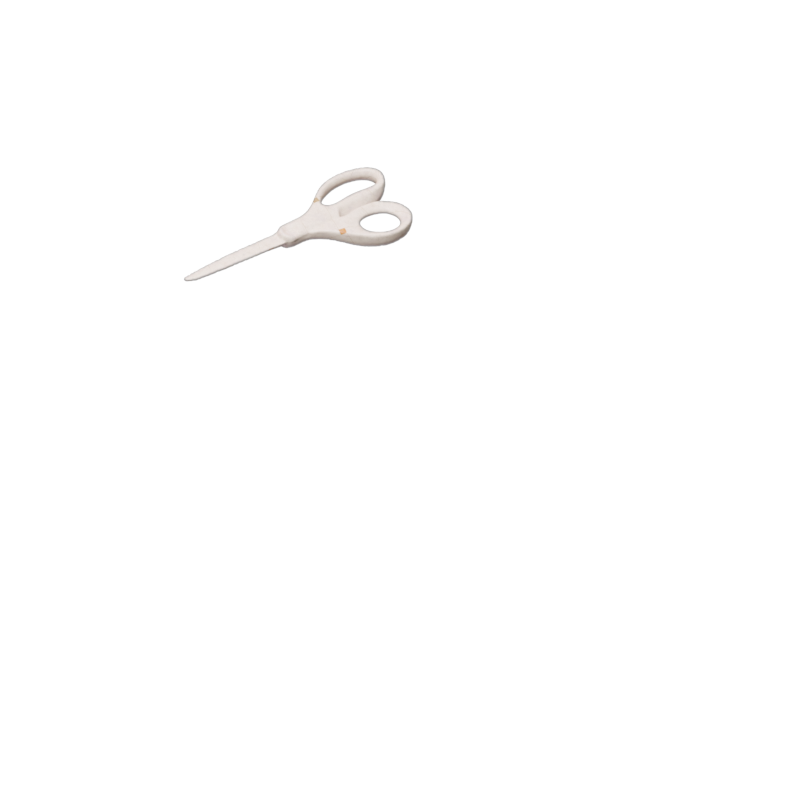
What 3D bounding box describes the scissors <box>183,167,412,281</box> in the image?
[{"bbox_3d":[-0.071,-0.129,0.904,0.102,0.015,0.205,31,54,25],"label":"scissors"}]
